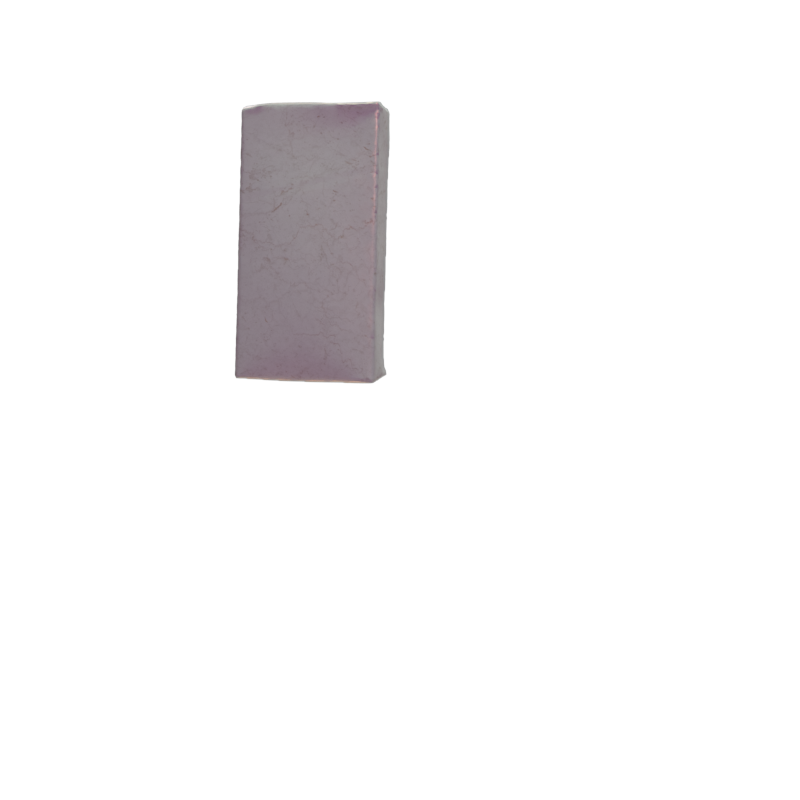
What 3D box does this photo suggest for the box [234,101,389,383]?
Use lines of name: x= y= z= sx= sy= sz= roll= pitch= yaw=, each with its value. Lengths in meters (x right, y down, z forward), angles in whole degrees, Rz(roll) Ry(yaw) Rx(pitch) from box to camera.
box: x=-0.056 y=-0.102 z=0.711 sx=0.095 sy=0.176 sz=0.047 roll=0 pitch=0 yaw=12
